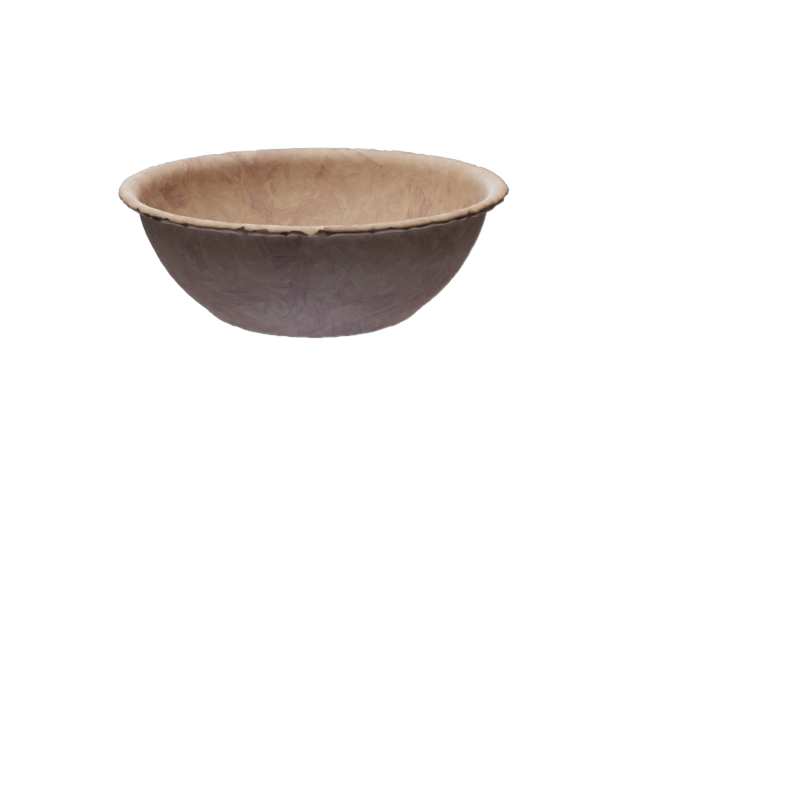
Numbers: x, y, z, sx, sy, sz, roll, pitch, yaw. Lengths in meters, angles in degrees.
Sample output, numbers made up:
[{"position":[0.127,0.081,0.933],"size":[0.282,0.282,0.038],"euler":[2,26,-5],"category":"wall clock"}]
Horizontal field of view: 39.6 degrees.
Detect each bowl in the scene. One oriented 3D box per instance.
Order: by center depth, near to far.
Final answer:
[{"position":[-0.037,-0.067,0.471],"size":[0.162,0.053,0.170],"euler":[-1,22,-2],"category":"bowl"}]
